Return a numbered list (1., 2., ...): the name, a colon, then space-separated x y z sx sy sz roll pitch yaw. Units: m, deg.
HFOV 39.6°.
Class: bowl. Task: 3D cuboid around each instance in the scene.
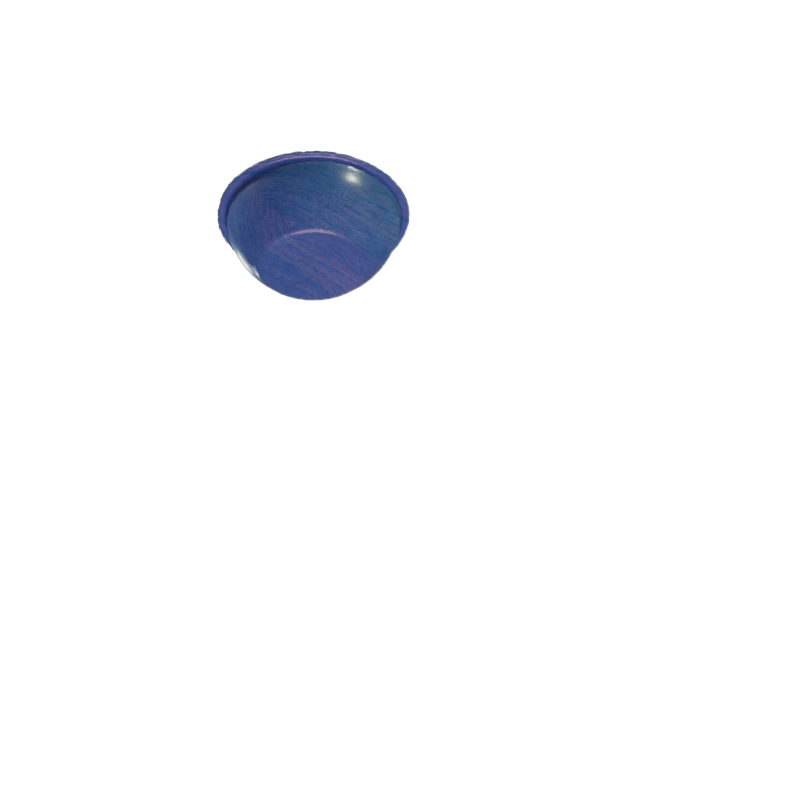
1. bowl: -0.072 -0.131 0.916 0.162 0.059 0.151 1 -35 -2
